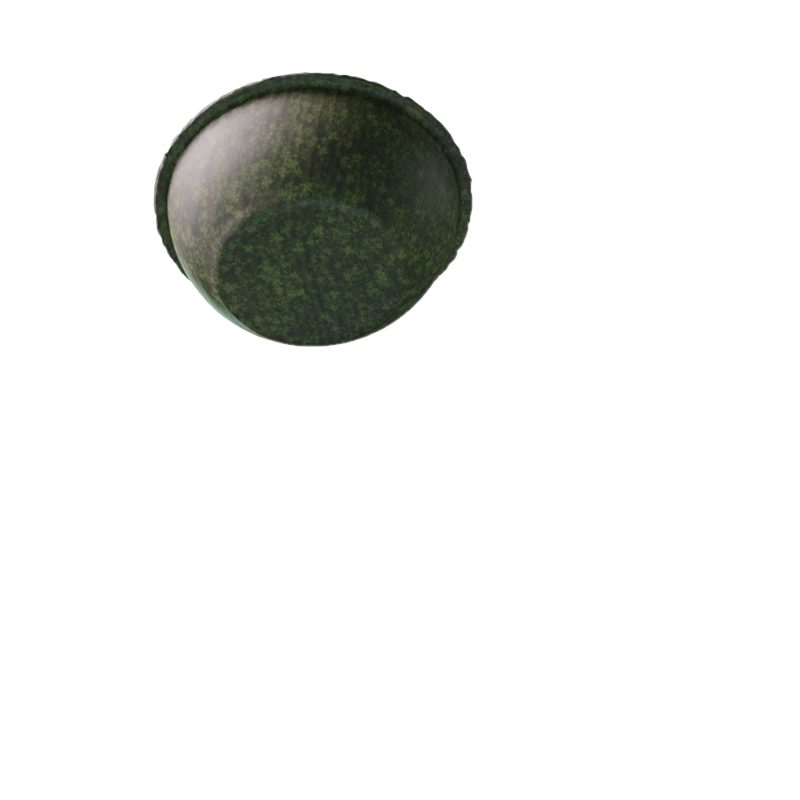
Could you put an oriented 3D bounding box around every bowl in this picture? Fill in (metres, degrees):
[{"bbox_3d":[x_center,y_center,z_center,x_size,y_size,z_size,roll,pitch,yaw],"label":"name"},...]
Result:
[{"bbox_3d":[-0.043,-0.078,0.544,0.162,0.151,0.059,1,42,-1],"label":"bowl"}]
